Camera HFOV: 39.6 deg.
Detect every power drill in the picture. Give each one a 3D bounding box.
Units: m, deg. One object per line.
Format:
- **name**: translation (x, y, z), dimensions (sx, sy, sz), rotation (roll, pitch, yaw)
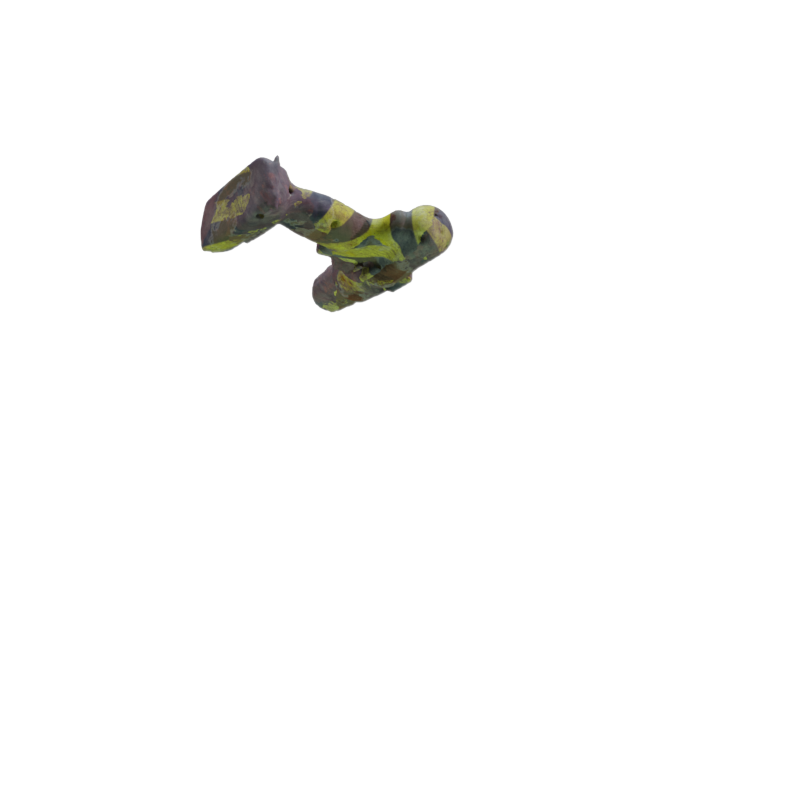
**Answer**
- **power drill**: translation (-0.076, -0.139, 0.970), dimensions (0.178, 0.061, 0.183), rotation (15, -27, -32)
